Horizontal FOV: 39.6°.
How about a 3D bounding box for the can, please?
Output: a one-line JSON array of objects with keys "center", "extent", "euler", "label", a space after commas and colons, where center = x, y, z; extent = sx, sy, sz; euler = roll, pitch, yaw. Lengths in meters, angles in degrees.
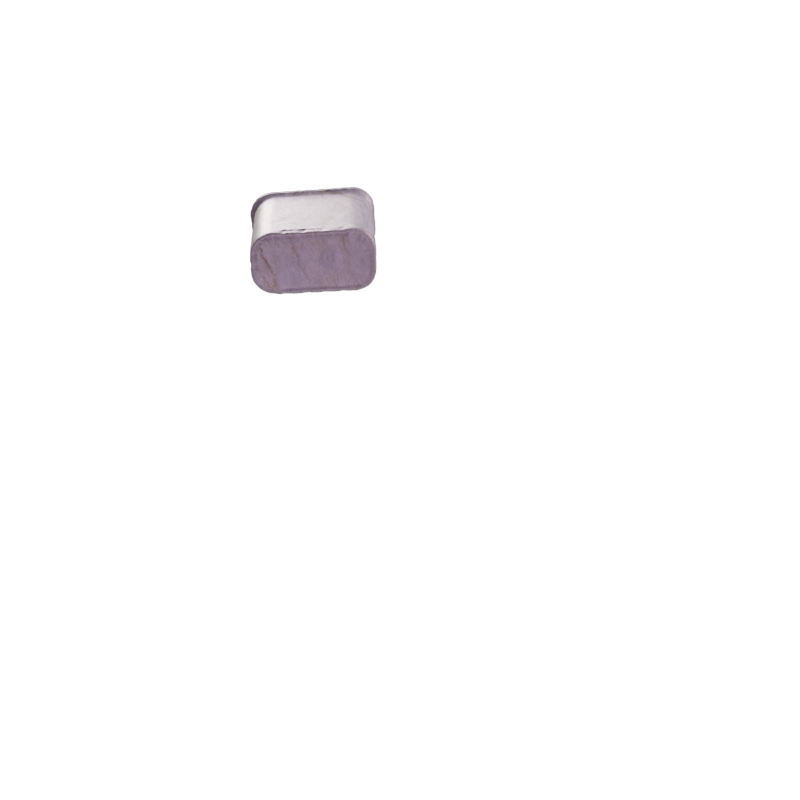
[{"center": [-0.069, -0.125, 0.879], "extent": [0.102, 0.054, 0.089], "euler": [-4, 29, 0], "label": "can"}]
